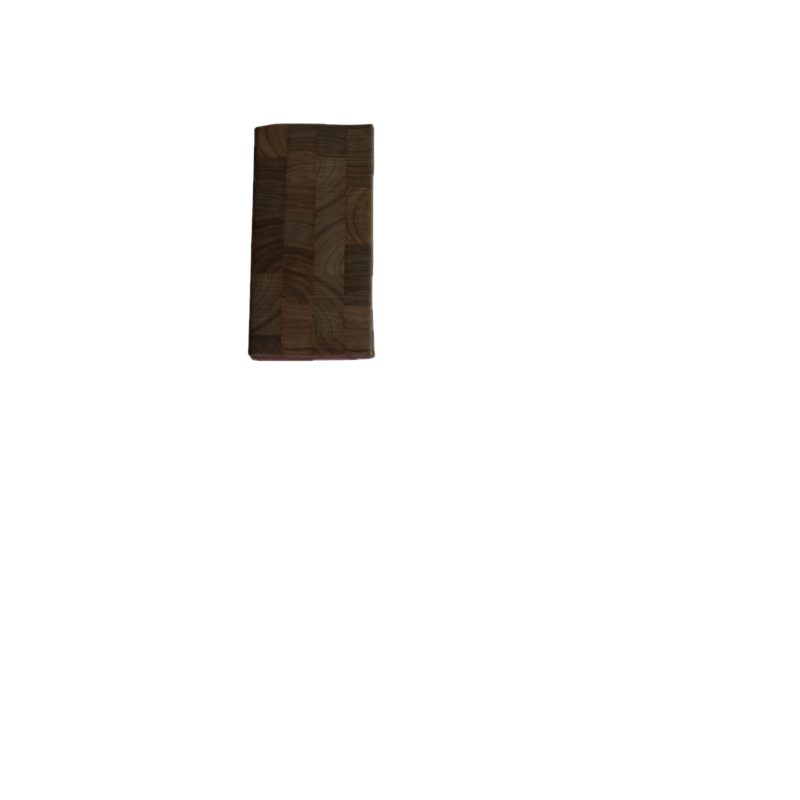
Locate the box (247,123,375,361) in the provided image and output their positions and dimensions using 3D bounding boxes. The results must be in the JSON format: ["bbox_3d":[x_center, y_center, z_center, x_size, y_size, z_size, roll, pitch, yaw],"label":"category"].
[{"bbox_3d":[-0.065,-0.119,0.830,0.093,0.181,0.047,-1,-10,1],"label":"box"}]
